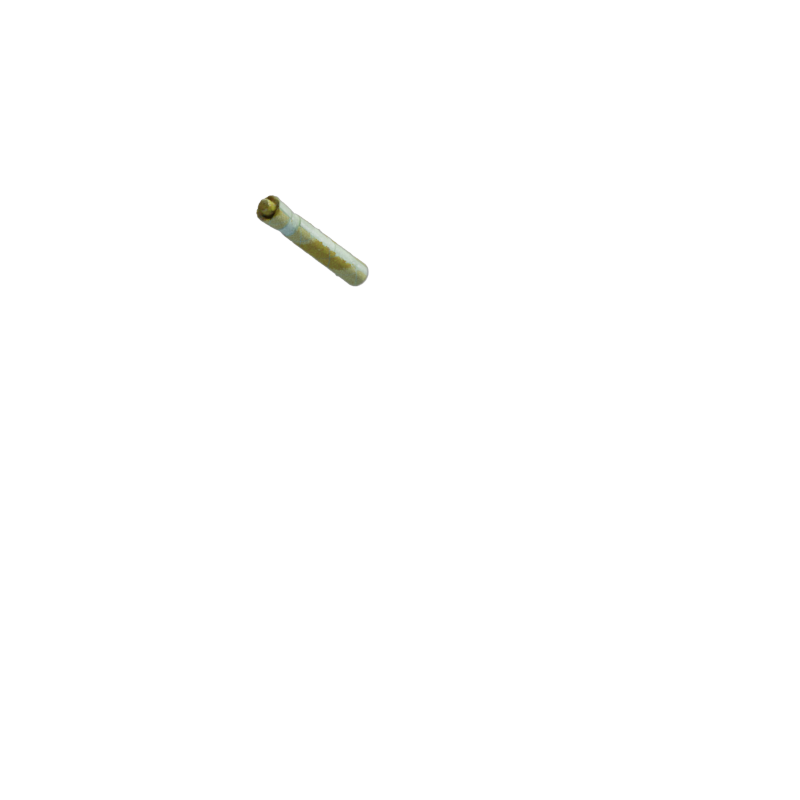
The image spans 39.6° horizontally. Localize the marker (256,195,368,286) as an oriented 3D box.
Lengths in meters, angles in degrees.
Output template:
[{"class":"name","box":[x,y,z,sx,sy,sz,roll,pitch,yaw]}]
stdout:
[{"class":"marker","box":[-0.059,-0.108,0.755,0.020,0.020,0.113,3,-17,33]}]
